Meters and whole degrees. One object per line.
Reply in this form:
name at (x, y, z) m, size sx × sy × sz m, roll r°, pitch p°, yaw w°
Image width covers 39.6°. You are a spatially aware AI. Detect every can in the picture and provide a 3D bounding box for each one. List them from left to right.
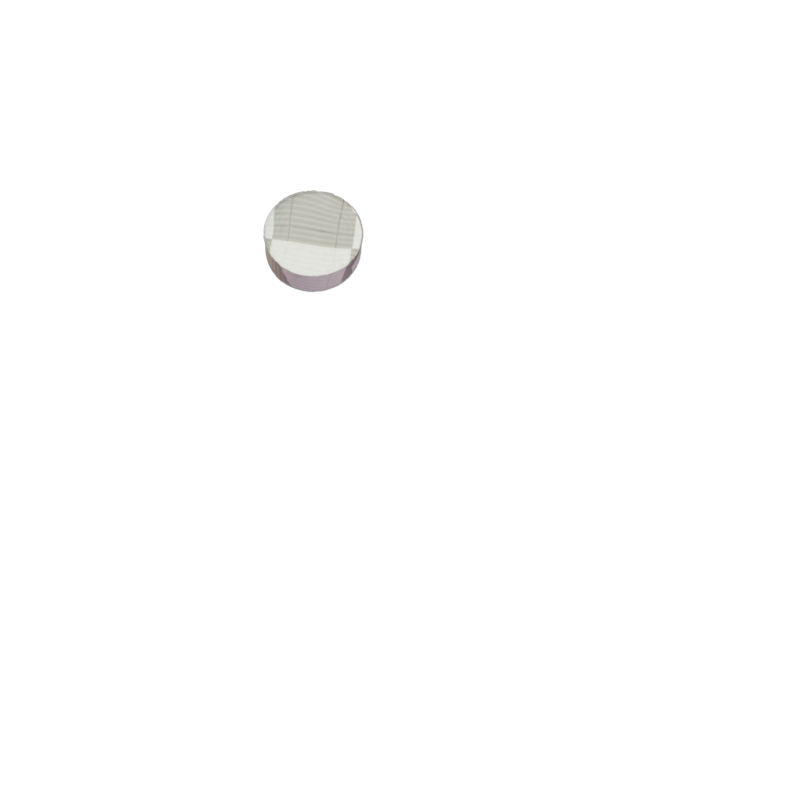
can at (-0.075, -0.138, 0.963) m, size 0.086 × 0.091 × 0.032 m, roll -1°, pitch -28°, yaw -1°
